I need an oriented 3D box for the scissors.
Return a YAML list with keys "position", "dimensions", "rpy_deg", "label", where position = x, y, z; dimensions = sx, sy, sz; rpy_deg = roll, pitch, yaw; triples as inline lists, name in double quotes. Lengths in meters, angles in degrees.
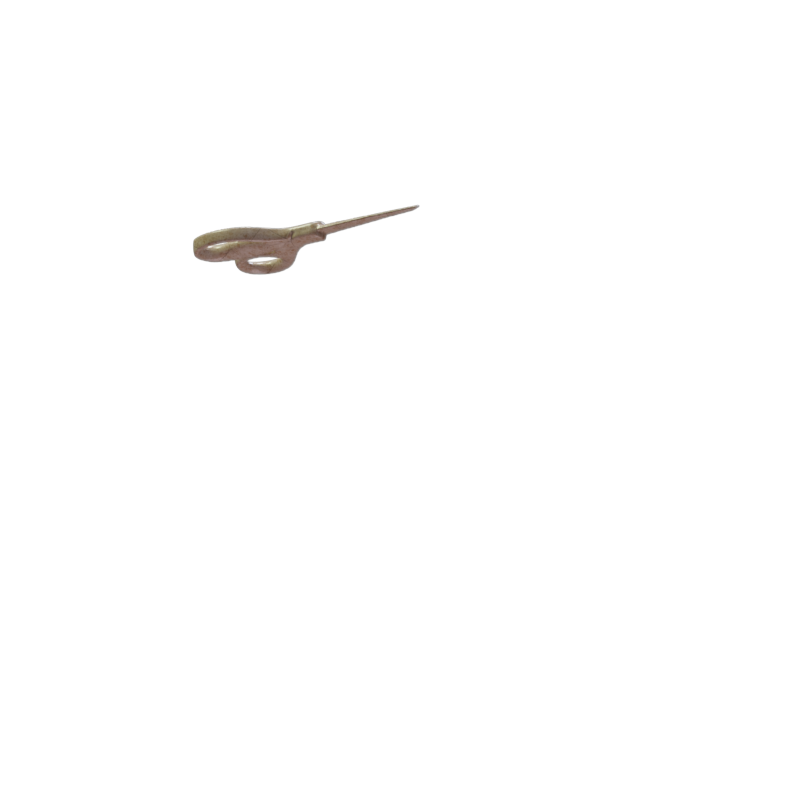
- position: [-0.072, -0.131, 0.915]
  dimensions: [0.205, 0.016, 0.091]
  rpy_deg: [-4, -14, 17]
  label: "scissors"
